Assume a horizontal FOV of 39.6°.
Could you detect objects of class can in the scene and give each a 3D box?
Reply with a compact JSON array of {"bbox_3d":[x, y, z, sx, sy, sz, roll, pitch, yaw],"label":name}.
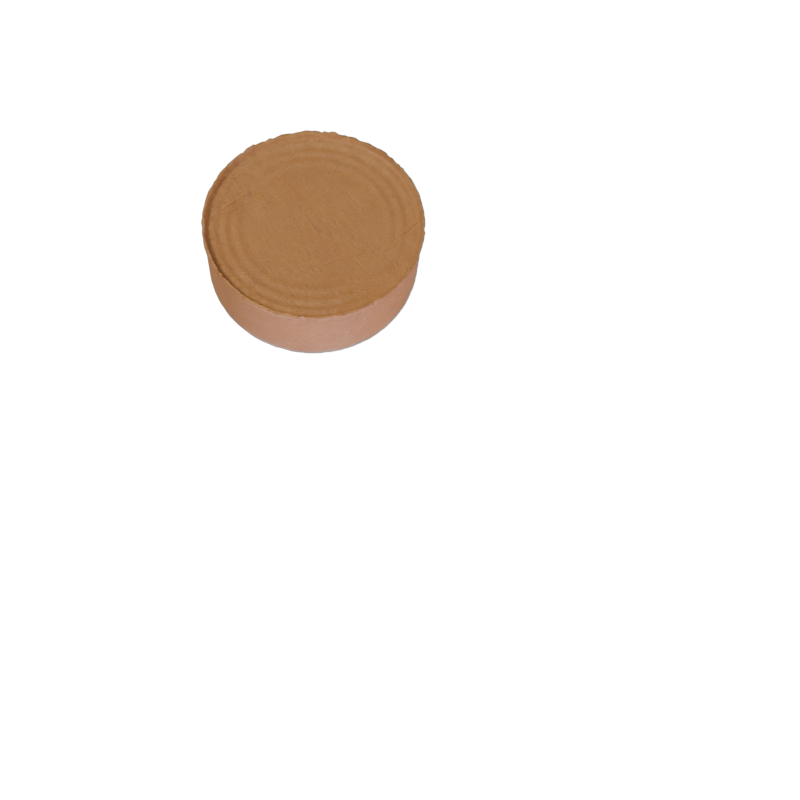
[{"bbox_3d":[-0.034,-0.062,0.438,0.086,0.091,0.032,-1,-29,-1],"label":"can"}]
